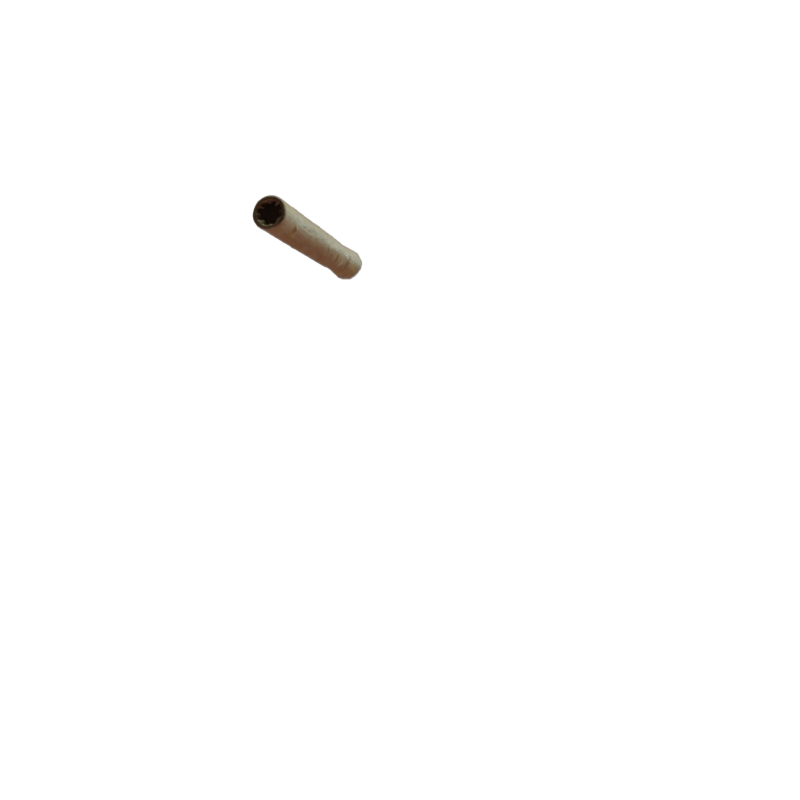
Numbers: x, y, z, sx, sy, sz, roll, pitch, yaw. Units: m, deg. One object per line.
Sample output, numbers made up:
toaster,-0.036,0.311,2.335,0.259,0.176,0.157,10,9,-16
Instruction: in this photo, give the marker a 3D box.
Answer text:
marker,-0.049,-0.088,0.619,0.020,0.020,0.115,2,-7,20
